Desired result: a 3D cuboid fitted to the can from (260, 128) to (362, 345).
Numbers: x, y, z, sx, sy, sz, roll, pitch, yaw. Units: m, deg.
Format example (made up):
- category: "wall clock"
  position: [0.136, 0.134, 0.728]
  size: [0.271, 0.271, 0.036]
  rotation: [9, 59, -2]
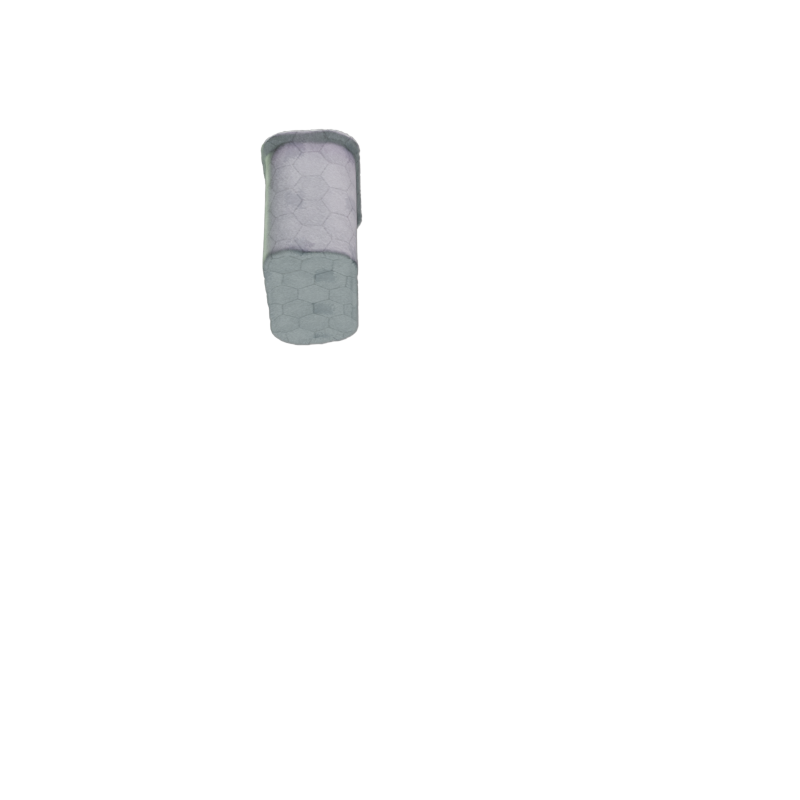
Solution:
- category: "can"
  position: [-0.050, -0.091, 0.641]
  size: [0.057, 0.089, 0.095]
  rotation: [-2, -31, -1]
